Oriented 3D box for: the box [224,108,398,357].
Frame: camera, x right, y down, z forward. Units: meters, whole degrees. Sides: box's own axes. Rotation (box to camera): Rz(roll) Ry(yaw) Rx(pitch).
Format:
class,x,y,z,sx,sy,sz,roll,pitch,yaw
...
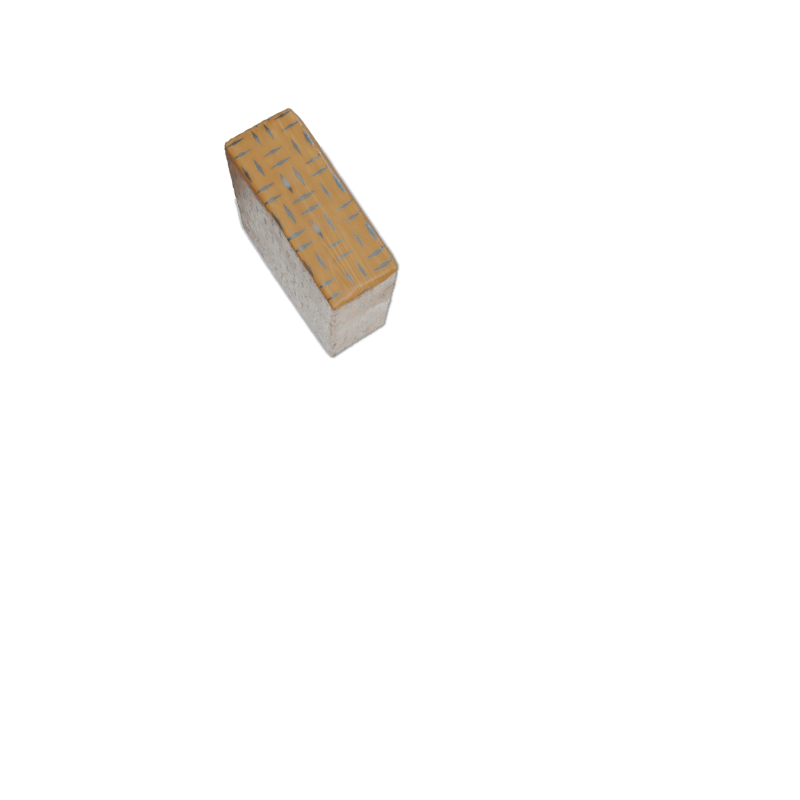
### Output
class,x,y,z,sx,sy,sz,roll,pitch,yaw
box,-0.076,-0.138,0.967,0.072,0.170,0.207,-32,-8,-8
